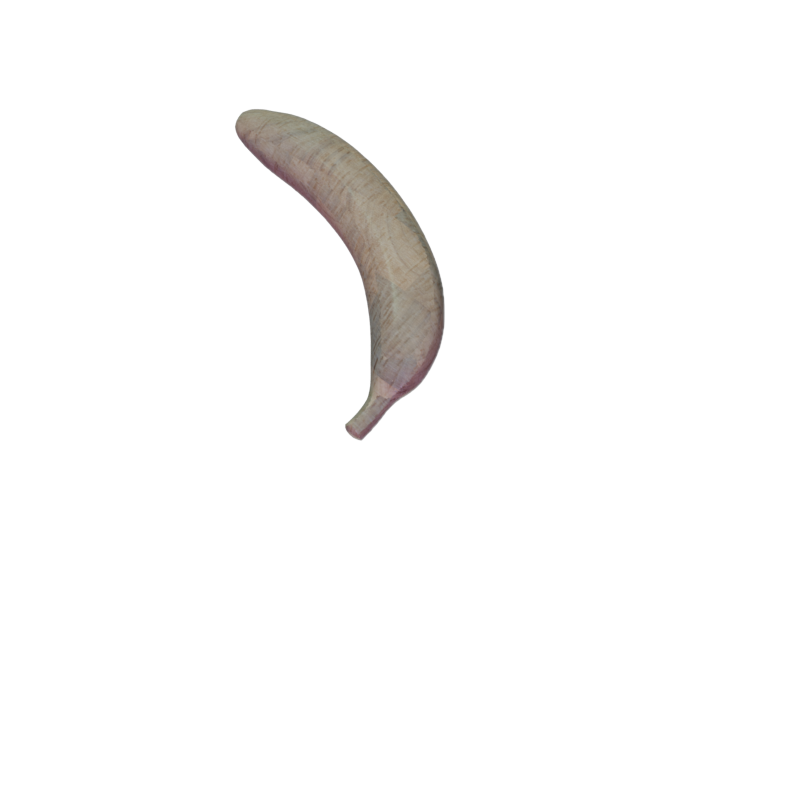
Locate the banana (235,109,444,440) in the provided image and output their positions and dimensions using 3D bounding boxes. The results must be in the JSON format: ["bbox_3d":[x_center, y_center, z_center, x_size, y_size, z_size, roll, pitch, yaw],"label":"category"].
[{"bbox_3d":[-0.024,-0.081,0.553,0.069,0.212,0.034,-16,-31,-11],"label":"banana"}]
